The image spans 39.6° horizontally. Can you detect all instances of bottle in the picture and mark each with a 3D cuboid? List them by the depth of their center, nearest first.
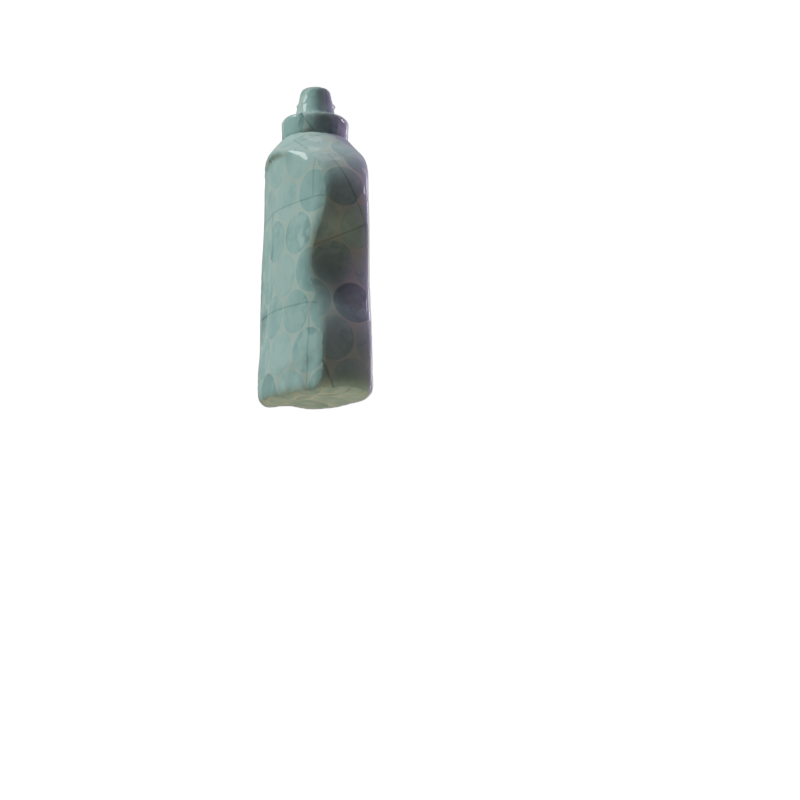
[{"bbox_3d":[-0.051,-0.094,0.660,0.057,0.198,0.096,5,-14,-23],"label":"bottle"}]
